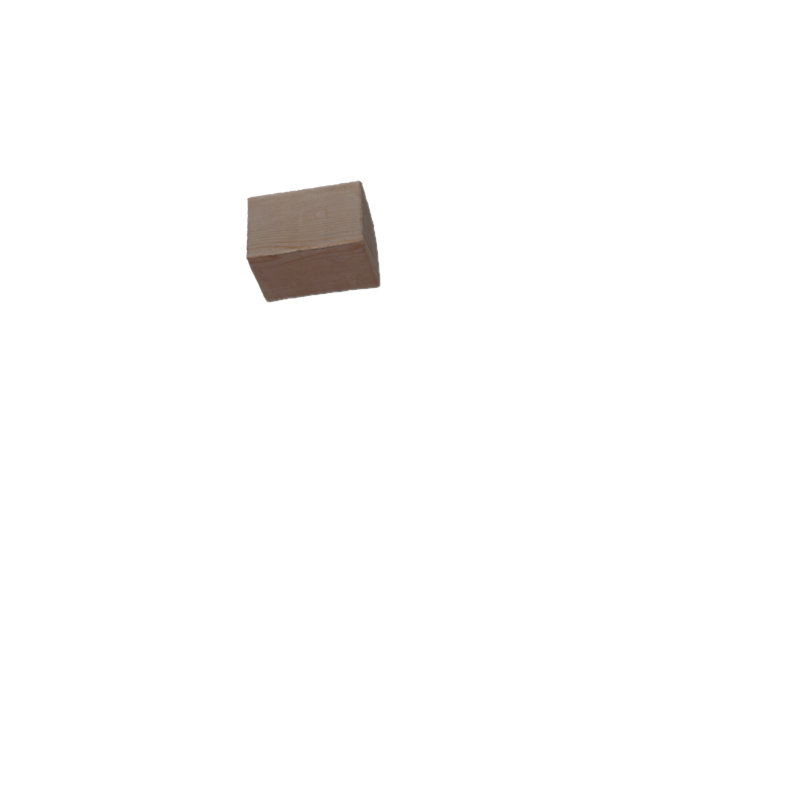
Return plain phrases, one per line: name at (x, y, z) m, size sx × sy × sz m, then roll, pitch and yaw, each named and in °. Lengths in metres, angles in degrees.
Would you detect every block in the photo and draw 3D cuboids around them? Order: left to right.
block at (-0.056, -0.102, 0.716) m, size 0.079 × 0.055 × 0.049 m, roll -7°, pitch -33°, yaw 9°
